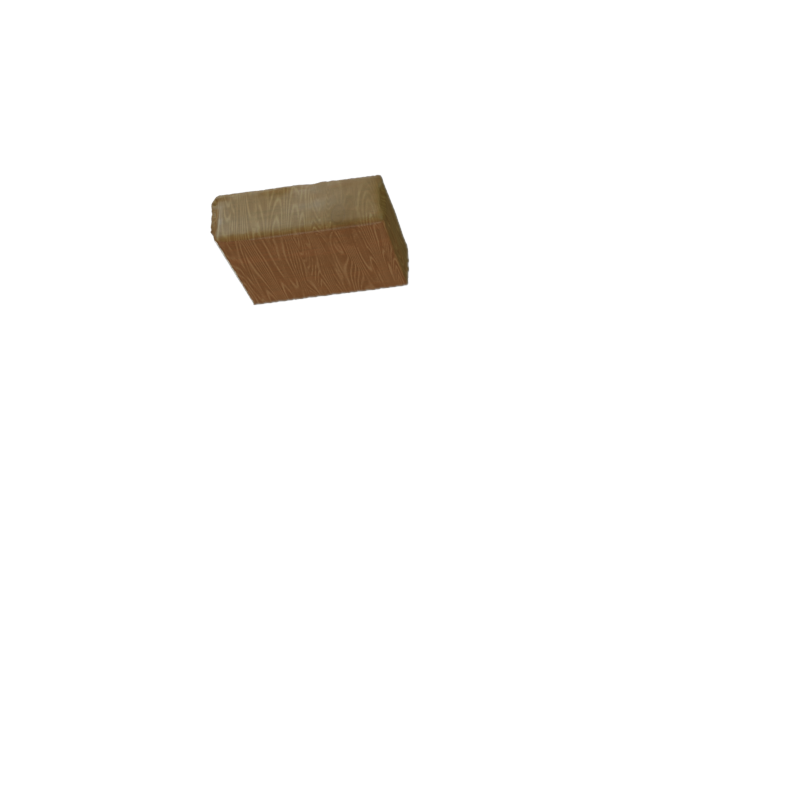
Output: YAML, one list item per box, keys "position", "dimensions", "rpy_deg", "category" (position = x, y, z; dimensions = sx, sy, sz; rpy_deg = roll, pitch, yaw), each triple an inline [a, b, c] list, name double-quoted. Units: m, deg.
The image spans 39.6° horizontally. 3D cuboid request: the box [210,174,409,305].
- position: [-0.045, -0.082, 0.575]
  dimensions: [0.090, 0.032, 0.068]
  rpy_deg: [-5, -24, 11]
  category: "box"
